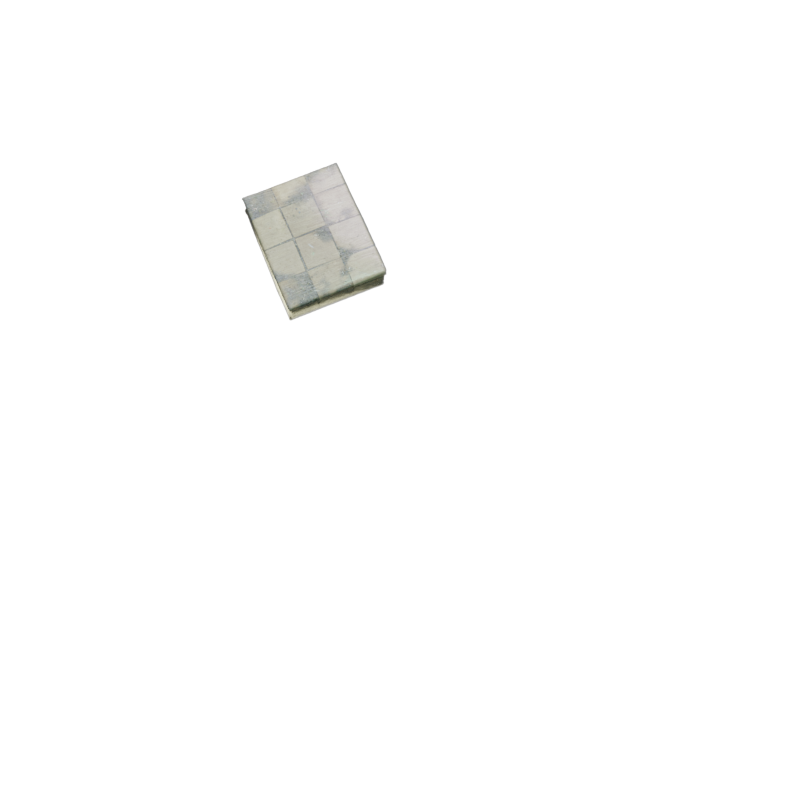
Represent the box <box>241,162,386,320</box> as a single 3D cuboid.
[{"bbox_3d":[-0.075,-0.137,0.956,0.089,0.120,0.037,-22,-20,-9],"label":"box"}]
